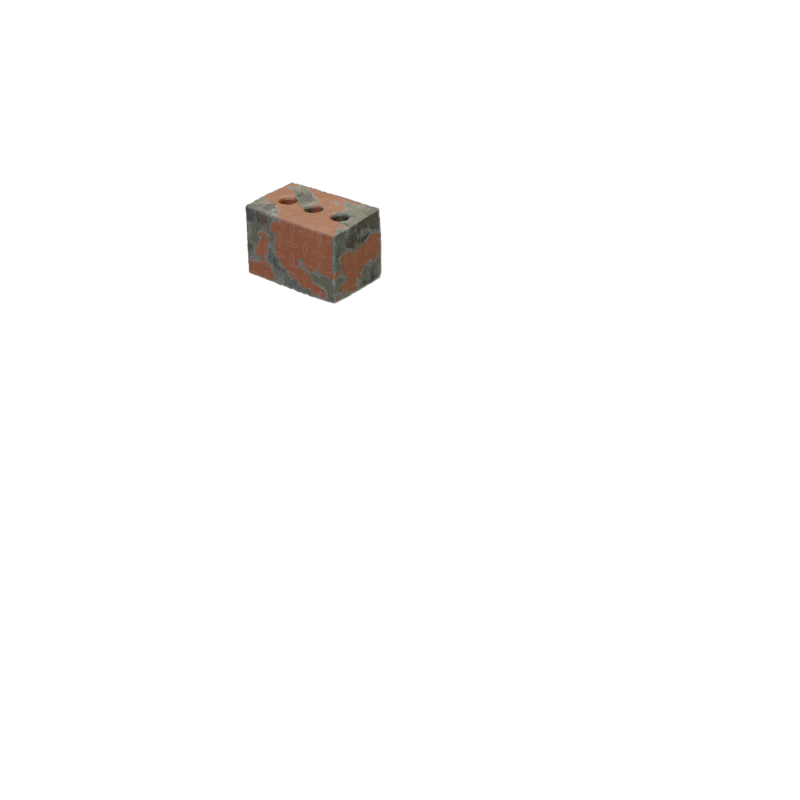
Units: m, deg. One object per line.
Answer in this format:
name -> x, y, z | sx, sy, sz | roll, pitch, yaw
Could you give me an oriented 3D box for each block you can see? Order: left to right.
block -> -0.058, -0.106, 0.744 | 0.082, 0.048, 0.053 | 21, 35, 30
